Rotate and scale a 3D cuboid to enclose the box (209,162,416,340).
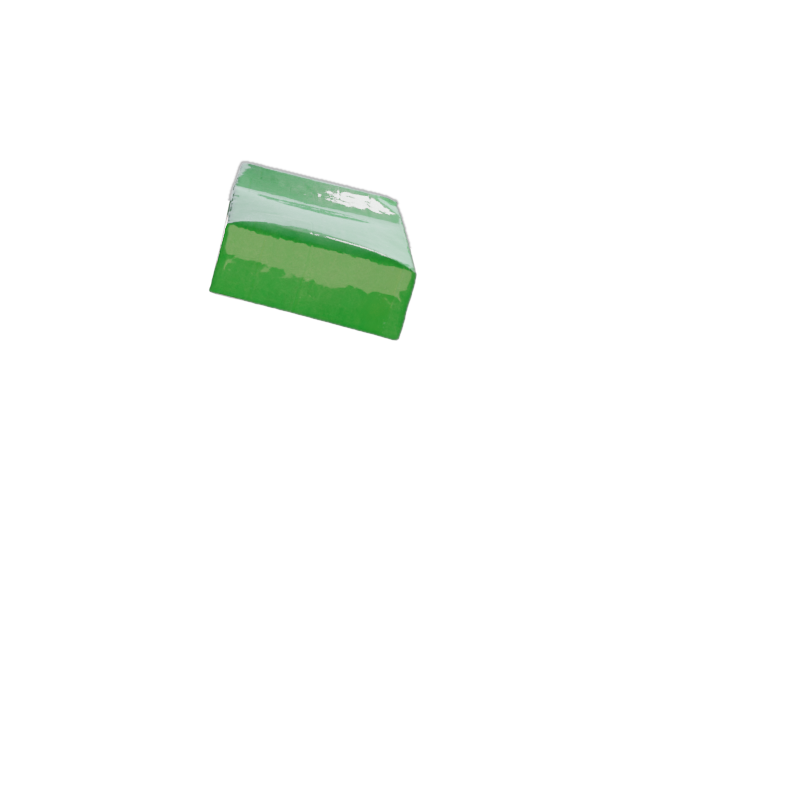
[{"bbox_3d":[-0.078,-0.142,0.996,0.162,0.069,0.225,13,23,-8],"label":"box"}]
